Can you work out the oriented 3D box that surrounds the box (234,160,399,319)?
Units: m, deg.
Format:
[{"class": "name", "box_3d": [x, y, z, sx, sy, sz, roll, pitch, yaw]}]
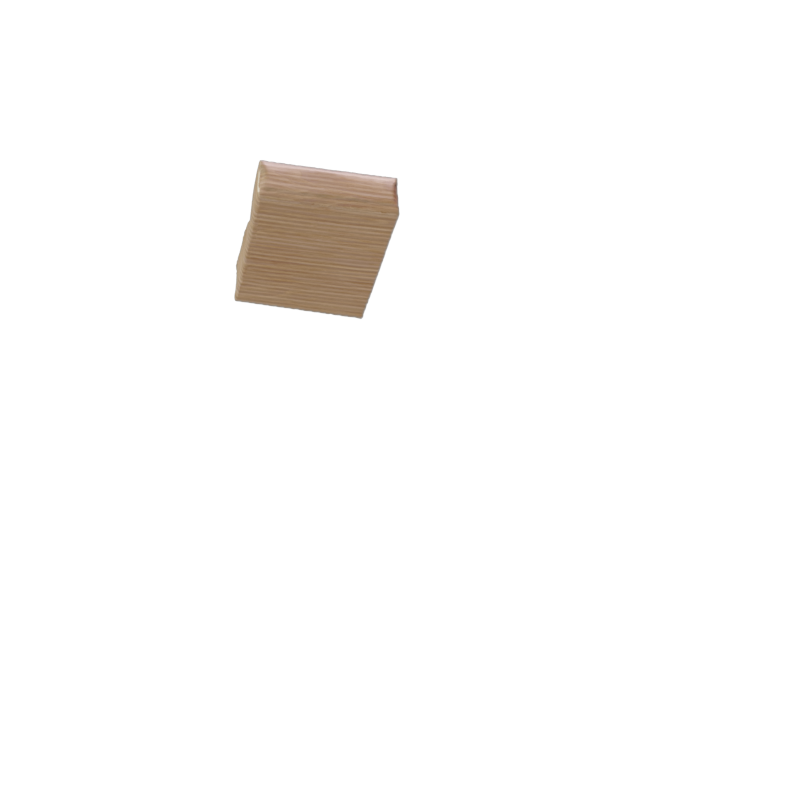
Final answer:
[{"class": "box", "box_3d": [-0.046, -0.084, 0.590, 0.072, 0.032, 0.084, 7, -38, -11]}]
